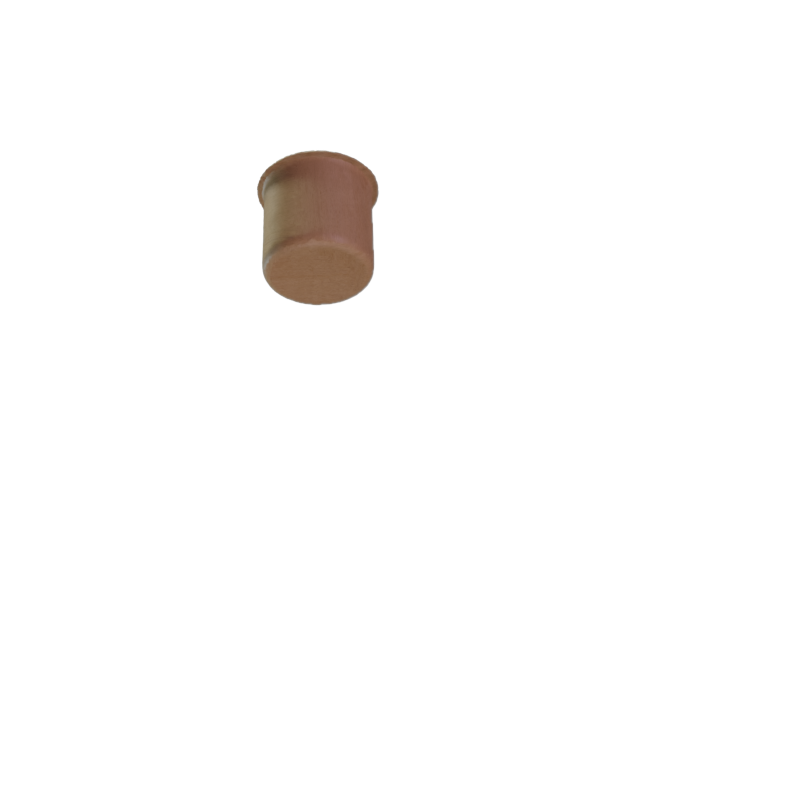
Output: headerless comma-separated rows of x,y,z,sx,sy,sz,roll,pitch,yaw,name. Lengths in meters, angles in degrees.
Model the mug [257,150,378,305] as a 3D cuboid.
-0.065,-0.119,0.832,0.091,0.087,0.112,11,-36,-17,mug
